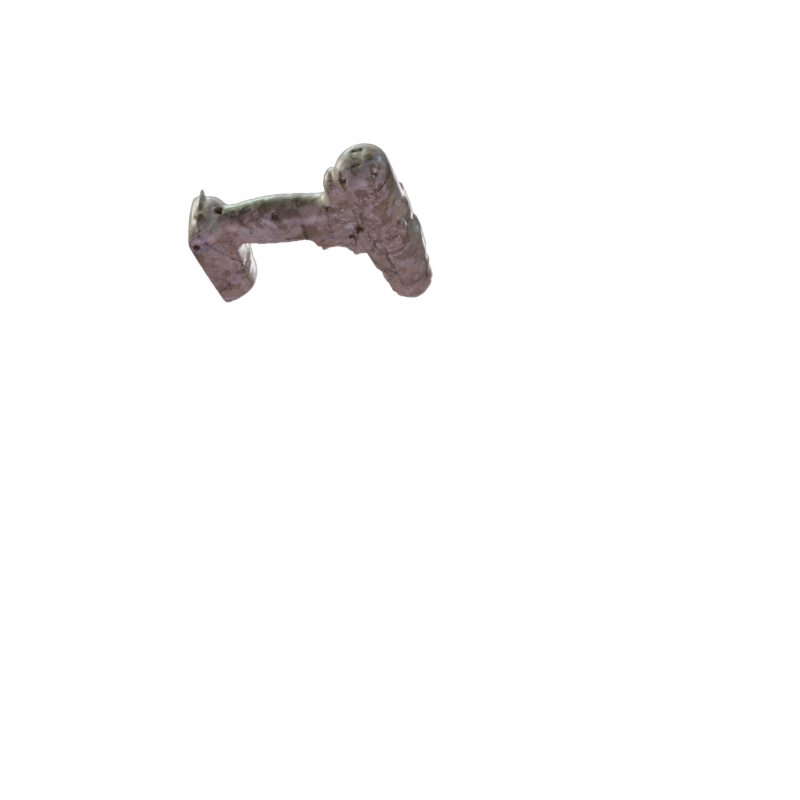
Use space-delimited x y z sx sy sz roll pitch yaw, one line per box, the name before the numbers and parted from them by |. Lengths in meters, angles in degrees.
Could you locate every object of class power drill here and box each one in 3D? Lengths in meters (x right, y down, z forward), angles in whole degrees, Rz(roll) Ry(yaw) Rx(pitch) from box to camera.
power drill | -0.075 -0.137 0.958 0.190 0.061 0.170 -10 -37 13
